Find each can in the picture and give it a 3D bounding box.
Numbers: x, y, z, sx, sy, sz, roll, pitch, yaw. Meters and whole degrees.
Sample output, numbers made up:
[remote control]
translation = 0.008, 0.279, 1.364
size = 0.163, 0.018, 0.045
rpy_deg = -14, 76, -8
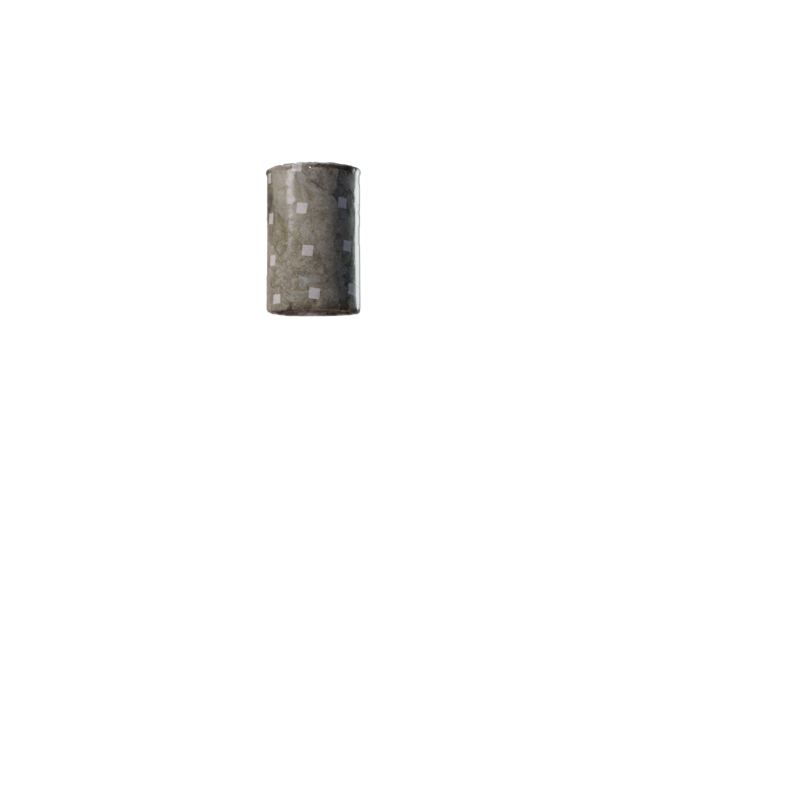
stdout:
[can]
translation = -0.061, -0.112, 0.785
size = 0.068, 0.104, 0.068
rpy_deg = 0, -5, -2
